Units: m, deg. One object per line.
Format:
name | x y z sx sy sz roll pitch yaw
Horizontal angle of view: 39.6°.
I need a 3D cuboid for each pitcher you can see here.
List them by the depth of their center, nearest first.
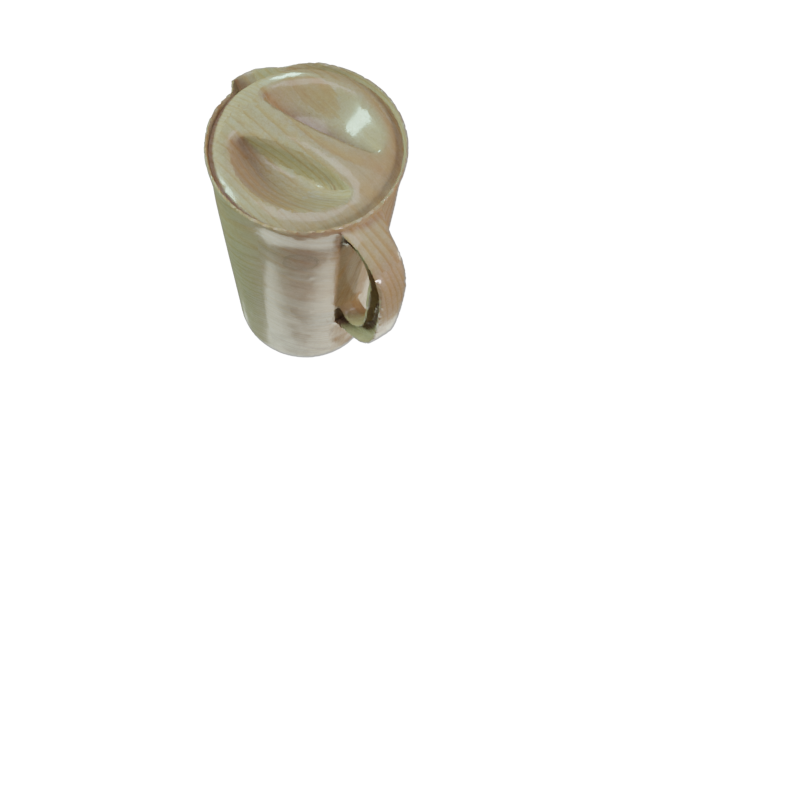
pitcher | -0.064 -0.116 0.812 0.146 0.157 0.230 10 -24 1
